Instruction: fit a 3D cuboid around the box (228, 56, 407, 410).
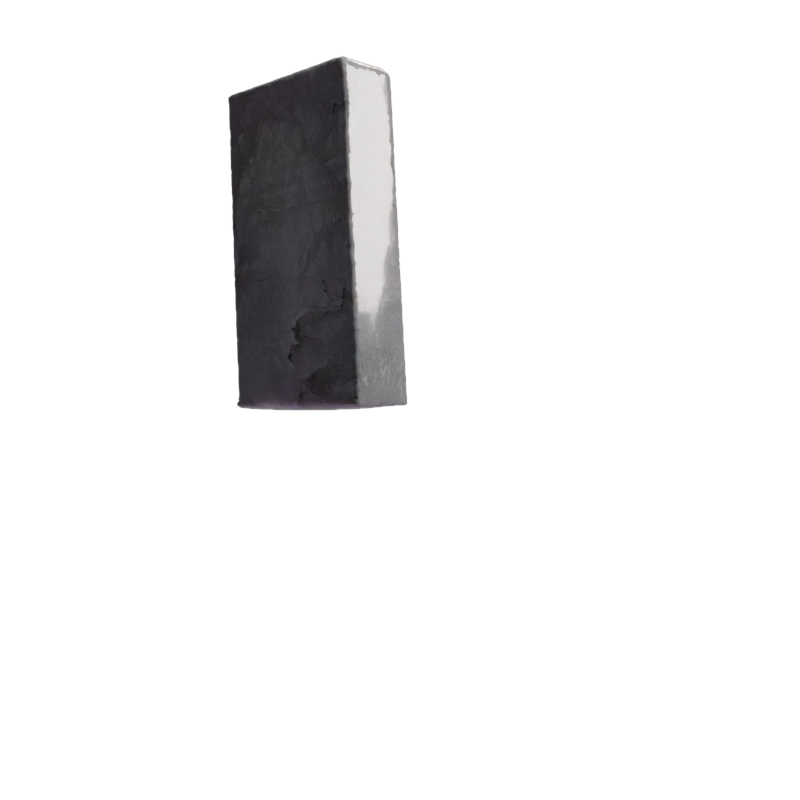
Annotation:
[{"bbox_3d":[-0.046,-0.084,0.589,0.096,0.180,0.046,-8,-12,43],"label":"box"}]
